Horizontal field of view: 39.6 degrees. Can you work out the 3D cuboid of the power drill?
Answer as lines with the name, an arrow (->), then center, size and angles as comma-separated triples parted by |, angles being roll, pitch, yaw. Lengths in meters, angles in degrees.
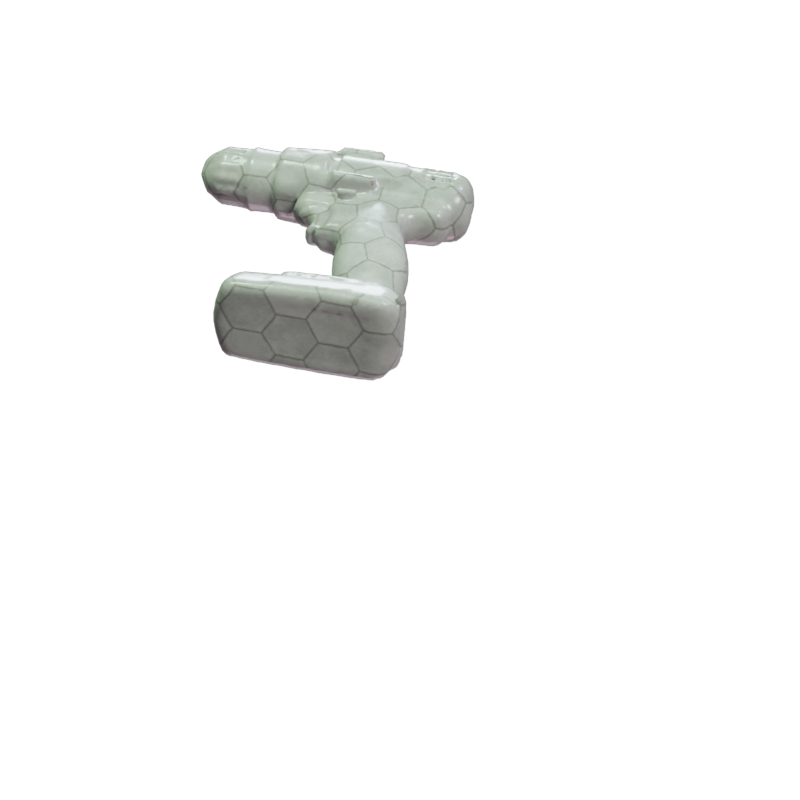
power drill -> -0.054, -0.098, 0.686 | 0.187, 0.054, 0.198 | 7, 39, 8
